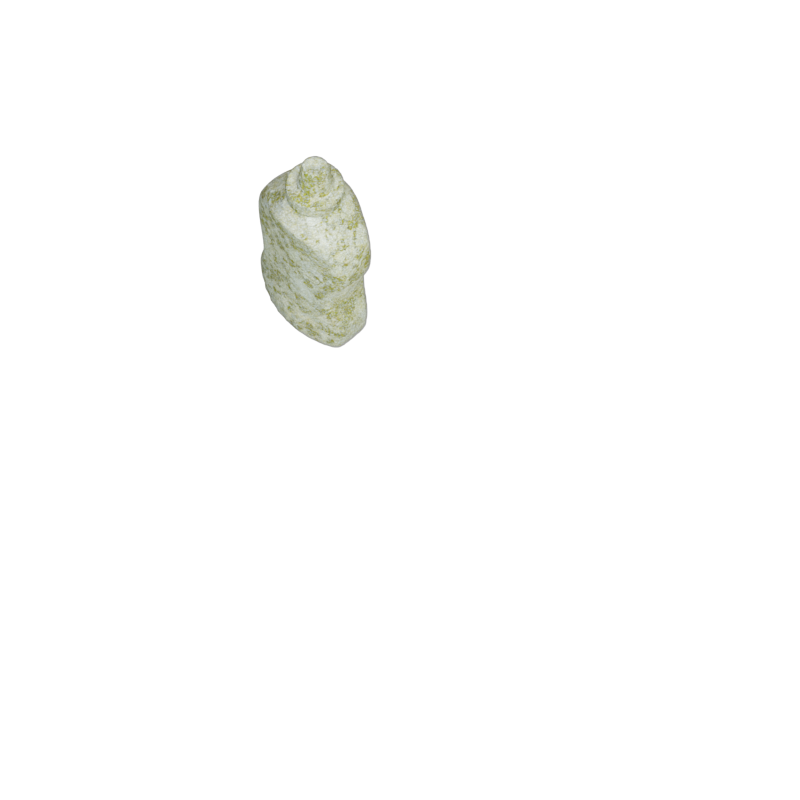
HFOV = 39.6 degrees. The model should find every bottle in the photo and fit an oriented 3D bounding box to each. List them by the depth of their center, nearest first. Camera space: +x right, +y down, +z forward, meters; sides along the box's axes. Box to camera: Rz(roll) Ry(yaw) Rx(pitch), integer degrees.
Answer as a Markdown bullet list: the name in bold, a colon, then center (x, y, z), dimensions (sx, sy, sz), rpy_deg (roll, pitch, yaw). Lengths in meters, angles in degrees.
- **bottle**: center (-0.064, -0.117, 0.820), dimensions (0.059, 0.101, 0.181), rpy_deg (-37, -19, -19)
